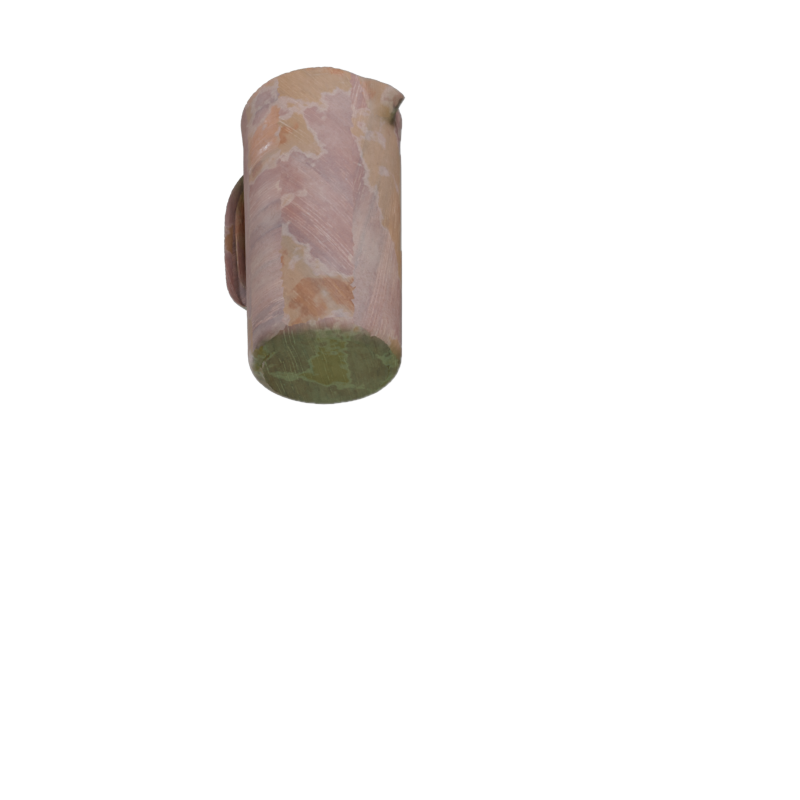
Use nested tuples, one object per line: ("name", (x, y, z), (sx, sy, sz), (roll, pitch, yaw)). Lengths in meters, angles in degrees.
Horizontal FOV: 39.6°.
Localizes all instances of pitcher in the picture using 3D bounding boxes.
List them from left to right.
("pitcher", (-0.066, -0.121, 0.848), (0.144, 0.260, 0.140), (1, -35, -4))
